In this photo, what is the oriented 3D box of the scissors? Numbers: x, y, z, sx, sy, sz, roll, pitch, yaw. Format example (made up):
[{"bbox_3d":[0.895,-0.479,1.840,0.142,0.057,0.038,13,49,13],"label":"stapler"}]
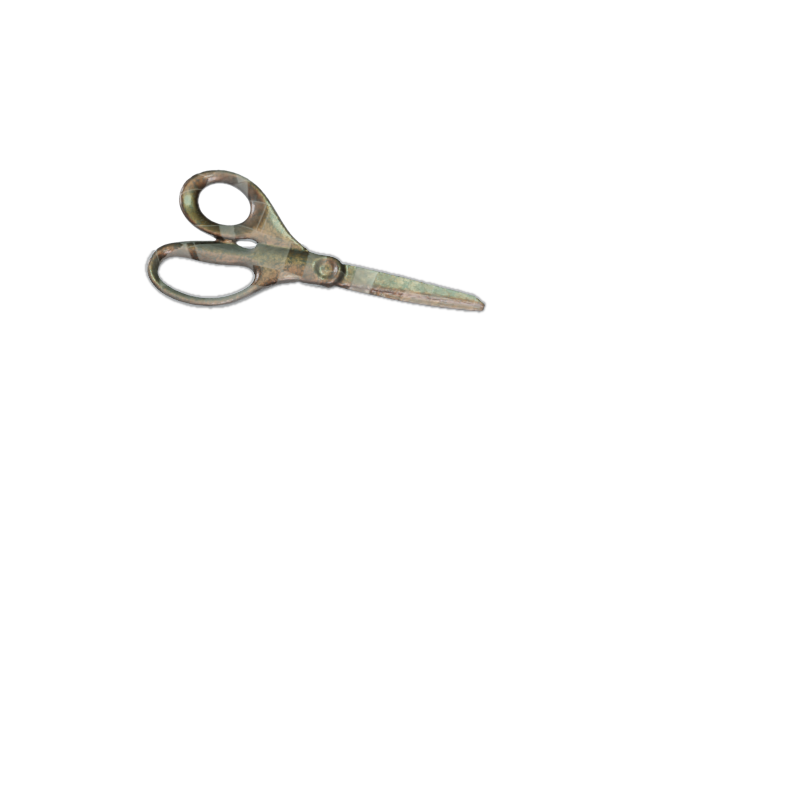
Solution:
[{"bbox_3d":[-0.053,-0.096,0.675,0.201,0.100,0.015,-3,-18,-1],"label":"scissors"}]
